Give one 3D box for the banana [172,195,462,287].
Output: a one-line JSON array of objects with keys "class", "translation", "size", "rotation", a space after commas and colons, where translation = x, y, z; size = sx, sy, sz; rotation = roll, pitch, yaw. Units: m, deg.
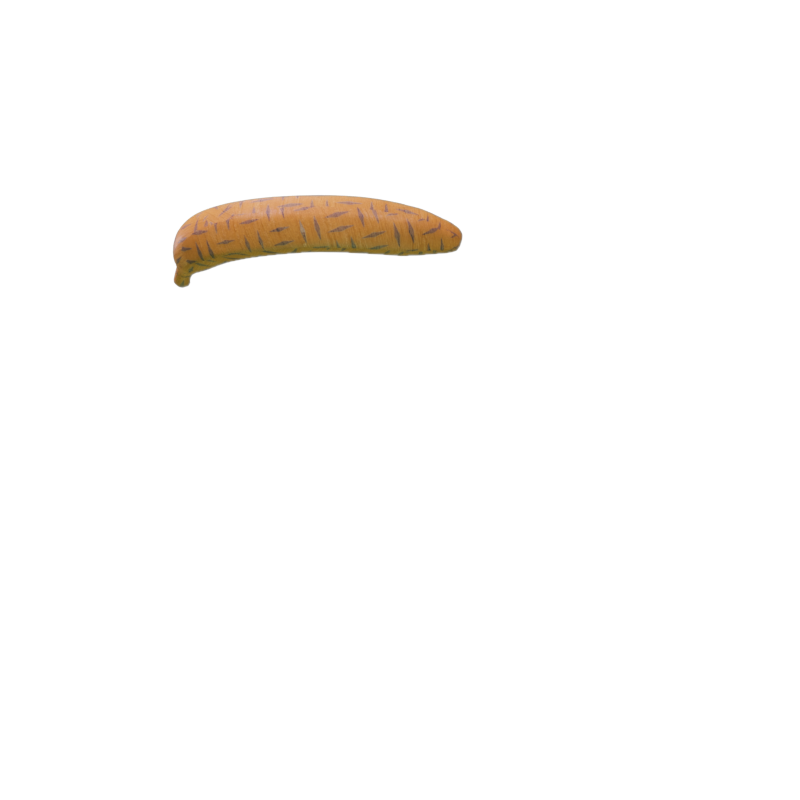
[{"class": "banana", "translation": [-0.064, -0.104, 0.695], "size": [0.201, 0.038, 0.066], "rotation": [-4, -13, 17]}]
